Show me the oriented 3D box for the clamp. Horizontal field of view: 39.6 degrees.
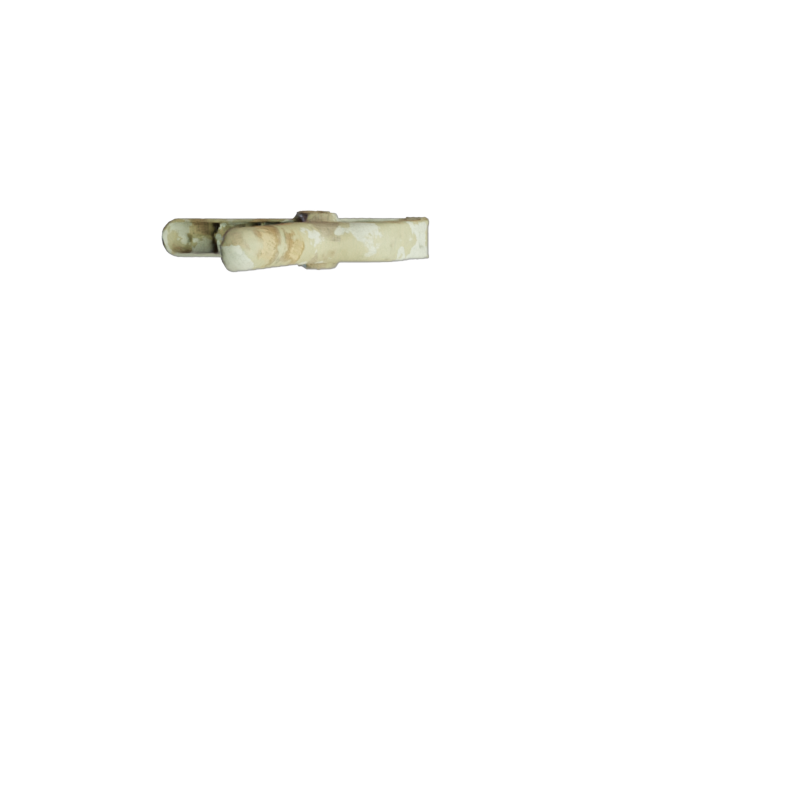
[{"bbox_3d":[-0.053,-0.097,0.682,0.168,0.038,0.127,-6,19,-17],"label":"clamp"}]
